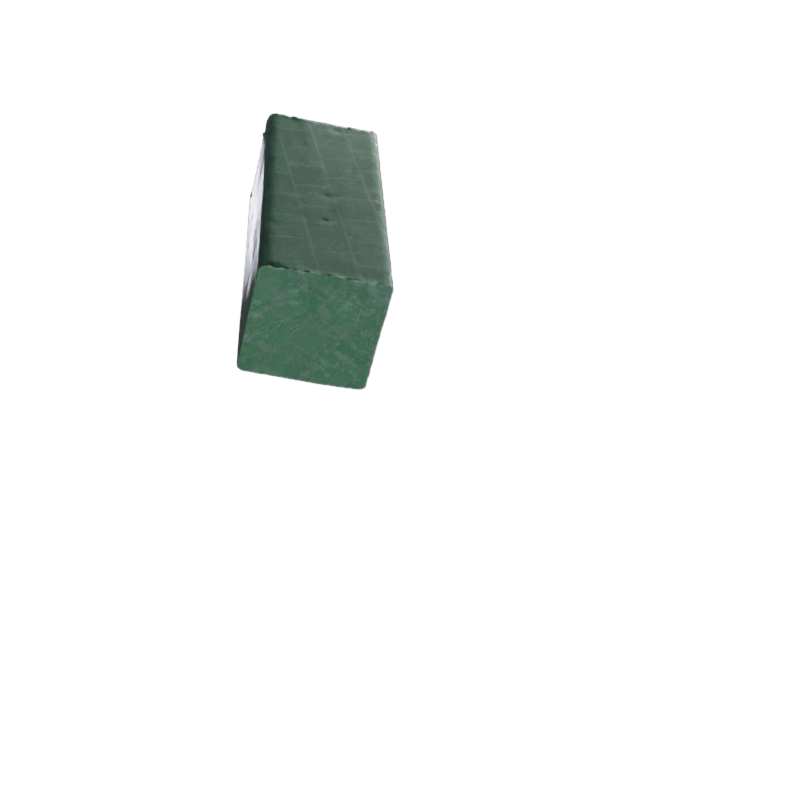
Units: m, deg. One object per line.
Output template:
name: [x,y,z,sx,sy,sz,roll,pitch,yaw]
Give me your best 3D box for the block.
block: [-0.063,-0.114,0.802,0.089,0.086,0.221,8,38,-10]
